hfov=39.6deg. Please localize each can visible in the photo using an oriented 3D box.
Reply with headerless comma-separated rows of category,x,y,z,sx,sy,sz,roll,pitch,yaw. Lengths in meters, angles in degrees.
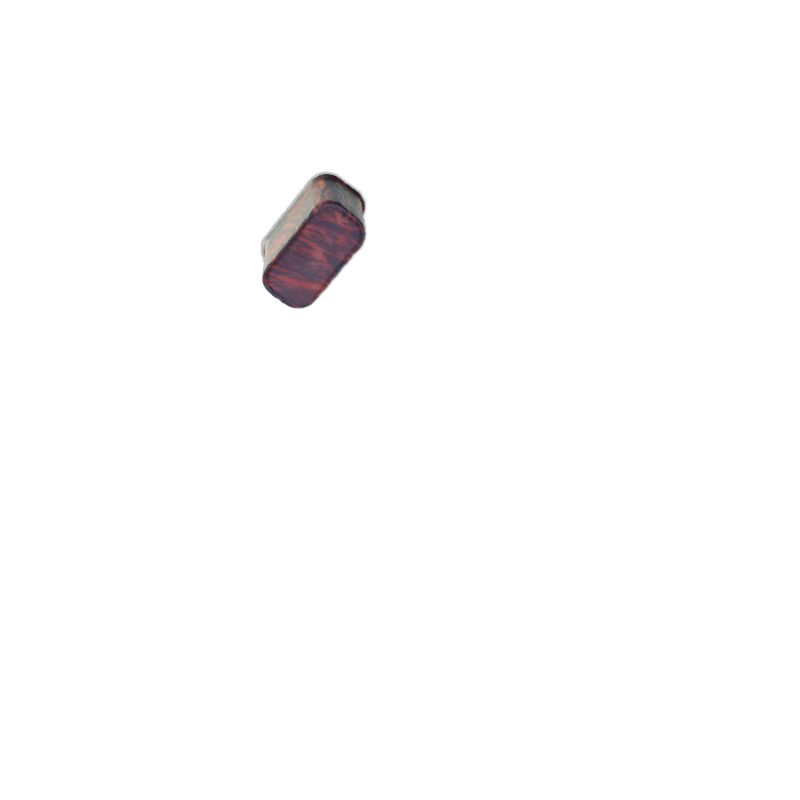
can,-0.074,-0.135,0.944,0.056,0.100,0.088,36,15,-16
